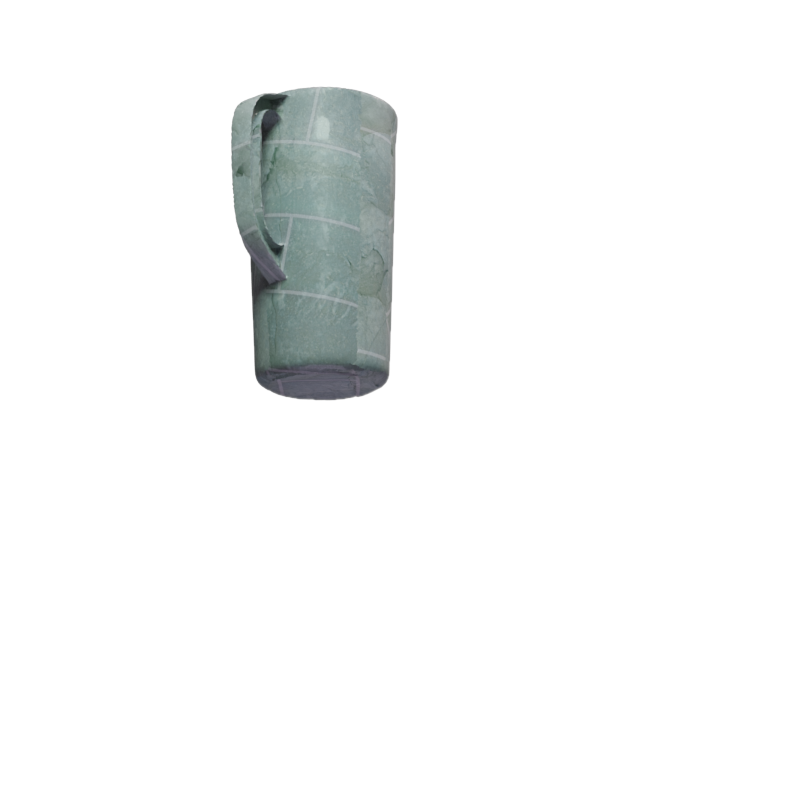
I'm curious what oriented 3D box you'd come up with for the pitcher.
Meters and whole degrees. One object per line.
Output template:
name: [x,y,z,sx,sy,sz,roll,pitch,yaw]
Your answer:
pitcher: [-0.072,-0.131,0.919,0.147,0.255,0.140,2,-19,-10]
